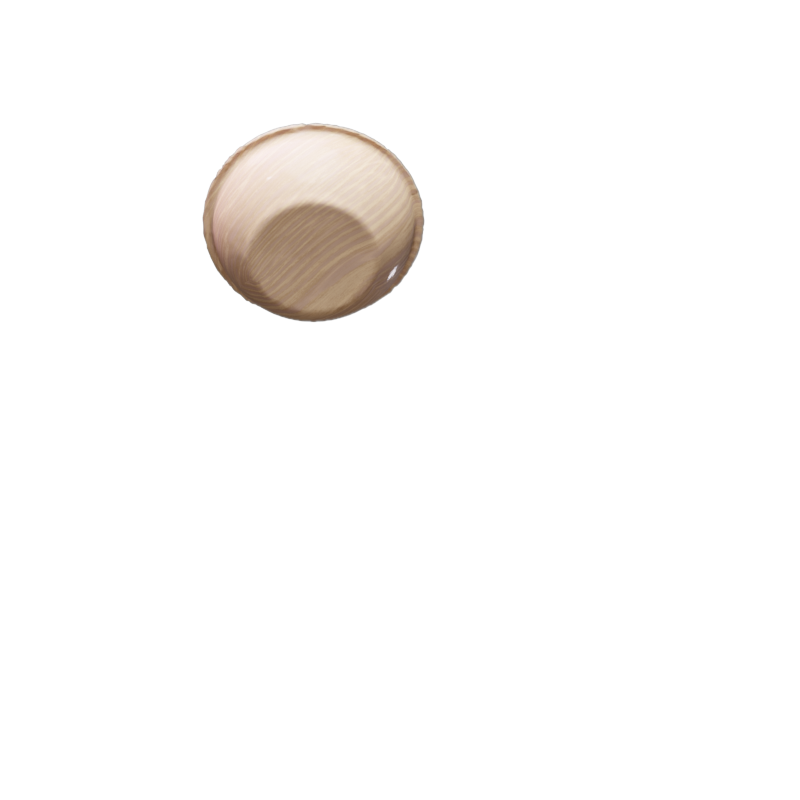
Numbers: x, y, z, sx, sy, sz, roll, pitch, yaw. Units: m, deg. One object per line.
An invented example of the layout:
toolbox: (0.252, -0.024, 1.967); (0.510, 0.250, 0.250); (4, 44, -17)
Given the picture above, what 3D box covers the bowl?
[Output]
bowl: (-0.062, -0.112, 0.787); (0.162, 0.153, 0.058); (1, 30, -1)
